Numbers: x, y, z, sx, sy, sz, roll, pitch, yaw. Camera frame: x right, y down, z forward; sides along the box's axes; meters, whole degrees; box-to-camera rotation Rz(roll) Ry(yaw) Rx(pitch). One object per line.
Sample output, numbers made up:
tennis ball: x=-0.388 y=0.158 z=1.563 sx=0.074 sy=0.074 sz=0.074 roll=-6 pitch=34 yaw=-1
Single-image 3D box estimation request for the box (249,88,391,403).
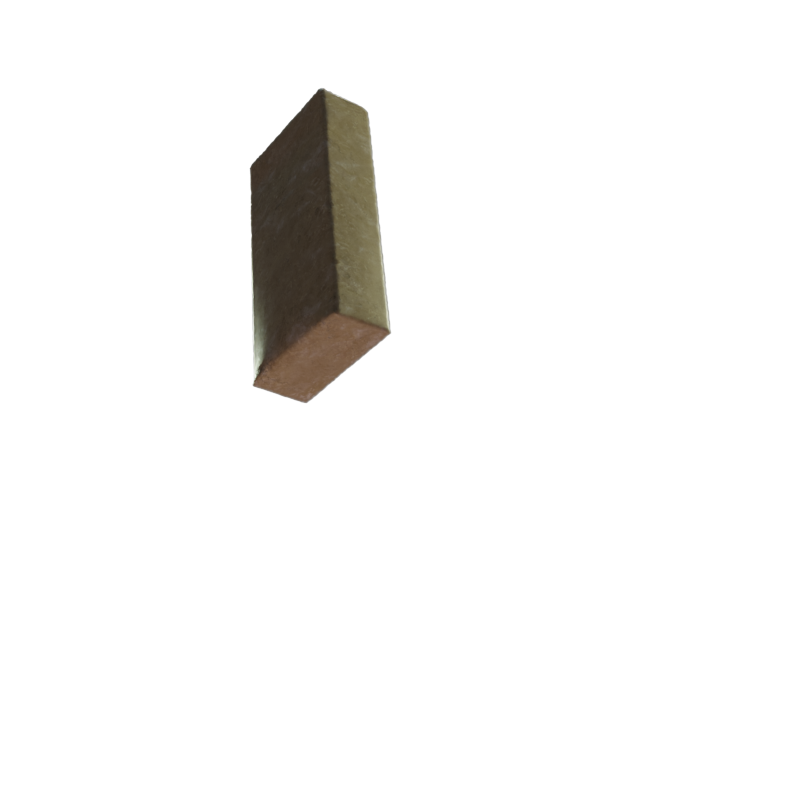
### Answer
box: x=-0.053 y=-0.098 z=0.687 sx=0.046 sy=0.189 sz=0.092 roll=21 pitch=-42 yaw=-30
